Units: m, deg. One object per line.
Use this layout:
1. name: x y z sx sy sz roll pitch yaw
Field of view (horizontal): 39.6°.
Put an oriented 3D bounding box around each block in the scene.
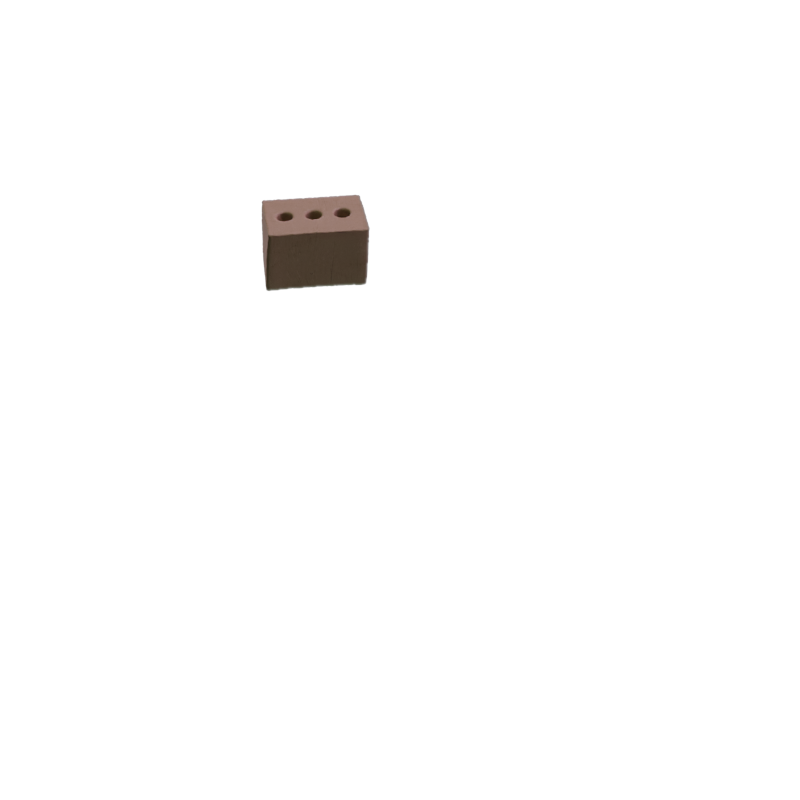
1. block: -0.066 -0.121 0.845 0.077 0.048 0.057 -5 39 -7
